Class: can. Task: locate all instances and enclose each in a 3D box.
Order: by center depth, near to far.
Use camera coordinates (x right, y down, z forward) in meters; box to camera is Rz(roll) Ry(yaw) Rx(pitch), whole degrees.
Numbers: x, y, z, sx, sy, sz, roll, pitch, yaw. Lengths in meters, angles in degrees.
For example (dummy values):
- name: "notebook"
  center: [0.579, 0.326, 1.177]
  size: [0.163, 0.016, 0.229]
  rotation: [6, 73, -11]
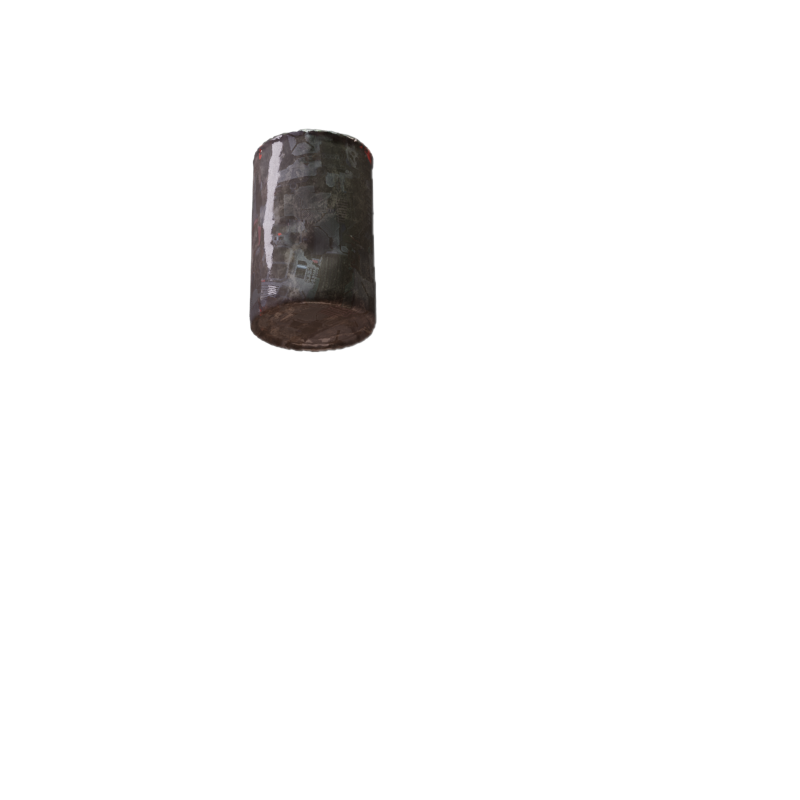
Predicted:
- name: "can"
  center: [-0.047, -0.085, 0.598]
  size: [0.068, 0.108, 0.065]
  rotation: [0, -25, -2]
